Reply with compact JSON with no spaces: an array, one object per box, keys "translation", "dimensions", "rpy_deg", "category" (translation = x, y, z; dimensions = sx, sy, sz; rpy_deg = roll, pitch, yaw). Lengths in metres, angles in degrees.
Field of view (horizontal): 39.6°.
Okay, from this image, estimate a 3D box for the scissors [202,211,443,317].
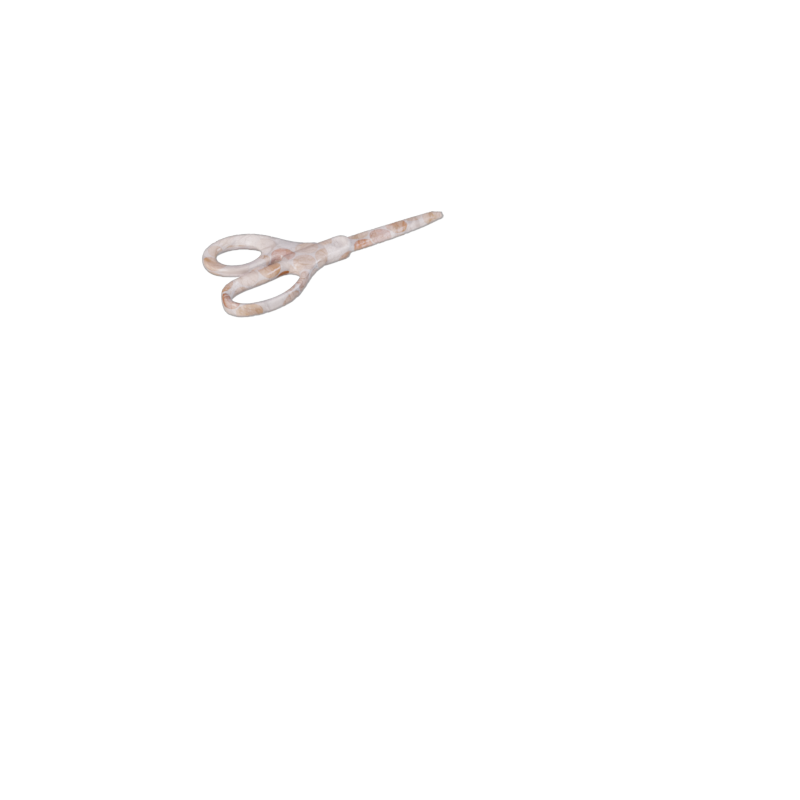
[{"translation":[-0.067,-0.123,0.861],"dimensions":[0.103,0.015,0.203],"rpy_deg":[31,50,31],"category":"scissors"}]
